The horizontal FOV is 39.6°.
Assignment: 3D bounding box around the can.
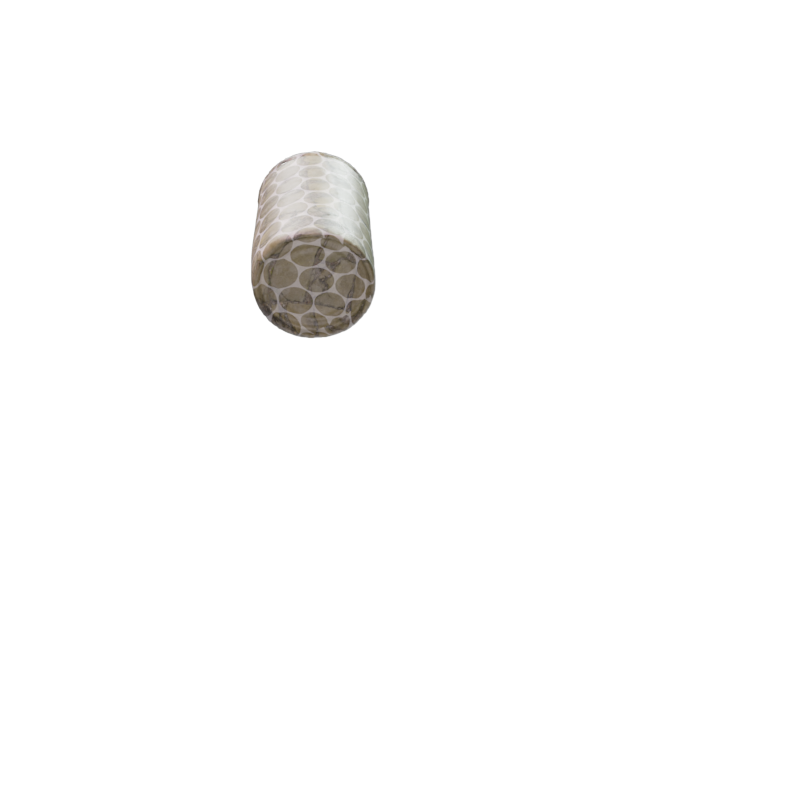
[{"bbox_3d":[-0.049,-0.090,0.631,0.068,0.064,0.109,-1,33,-3],"label":"can"}]
